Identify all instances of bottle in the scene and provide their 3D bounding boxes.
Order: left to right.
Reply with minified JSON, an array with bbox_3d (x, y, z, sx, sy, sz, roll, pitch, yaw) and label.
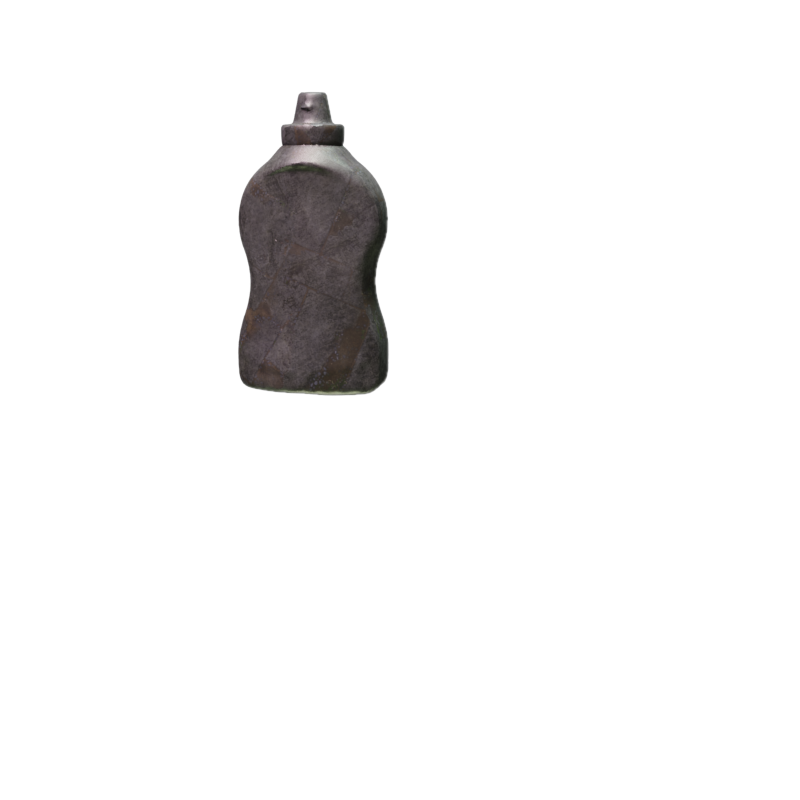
[{"bbox_3d":[-0.056,-0.102,0.718,0.098,0.189,0.058,2,5,16],"label":"bottle"}]
